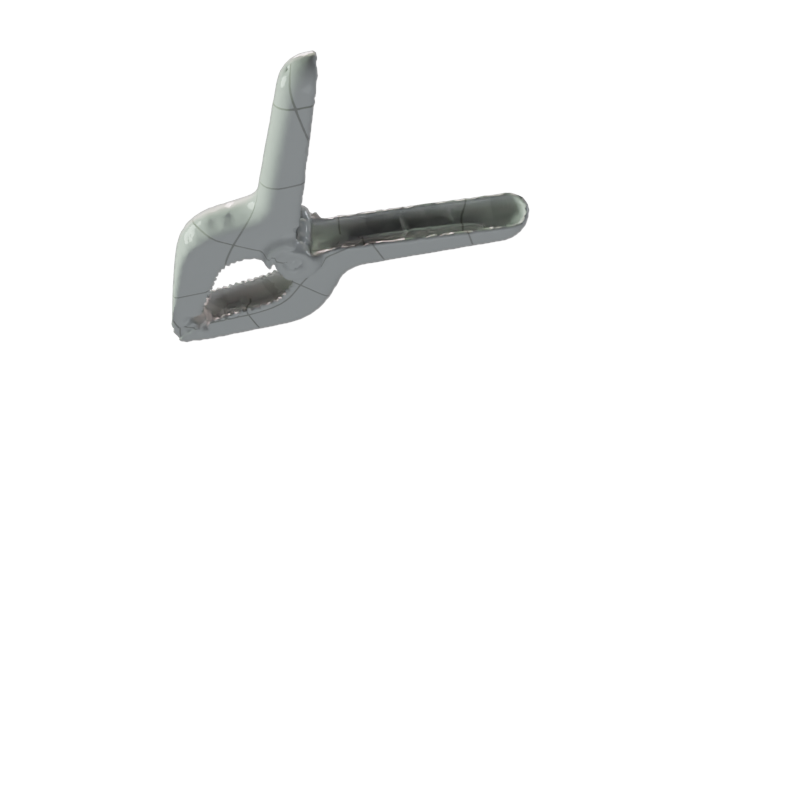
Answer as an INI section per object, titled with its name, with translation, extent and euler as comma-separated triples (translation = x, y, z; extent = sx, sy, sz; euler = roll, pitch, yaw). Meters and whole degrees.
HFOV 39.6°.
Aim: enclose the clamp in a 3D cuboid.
[clamp]
translation = -0.047, -0.086, 0.603
extent = 0.156, 0.039, 0.207
euler = 25, -43, -30
